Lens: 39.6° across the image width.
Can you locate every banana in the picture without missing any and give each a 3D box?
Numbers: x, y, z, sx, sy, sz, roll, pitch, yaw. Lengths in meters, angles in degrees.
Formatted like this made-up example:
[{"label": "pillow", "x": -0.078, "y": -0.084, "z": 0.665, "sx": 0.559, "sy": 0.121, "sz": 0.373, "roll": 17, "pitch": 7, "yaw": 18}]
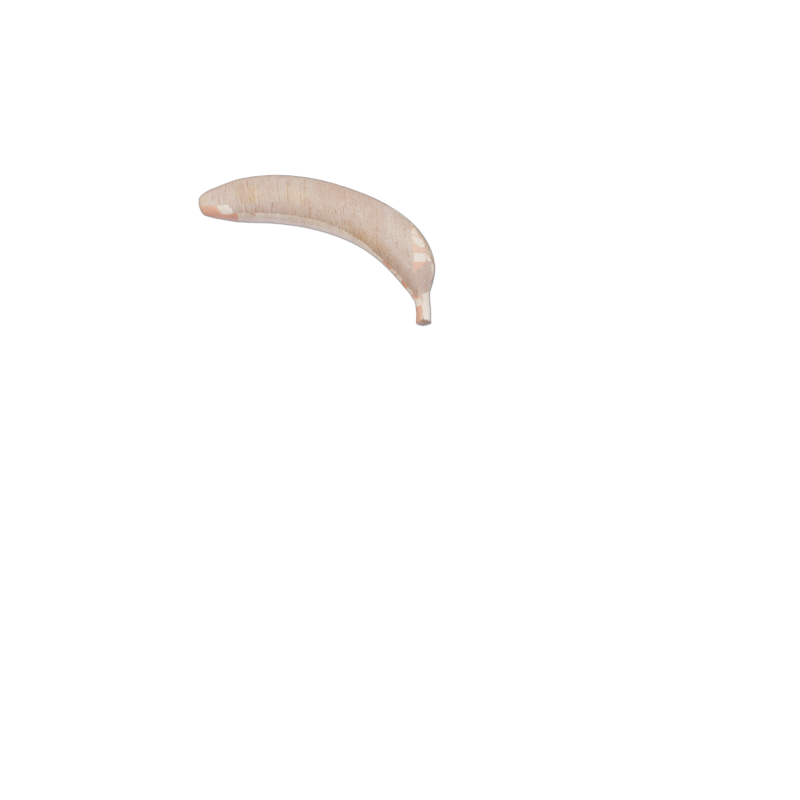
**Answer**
[{"label": "banana", "x": -0.051, "y": -0.128, "z": 0.815, "sx": 0.205, "sy": 0.072, "sz": 0.034, "roll": 27, "pitch": -28, "yaw": 15}]
